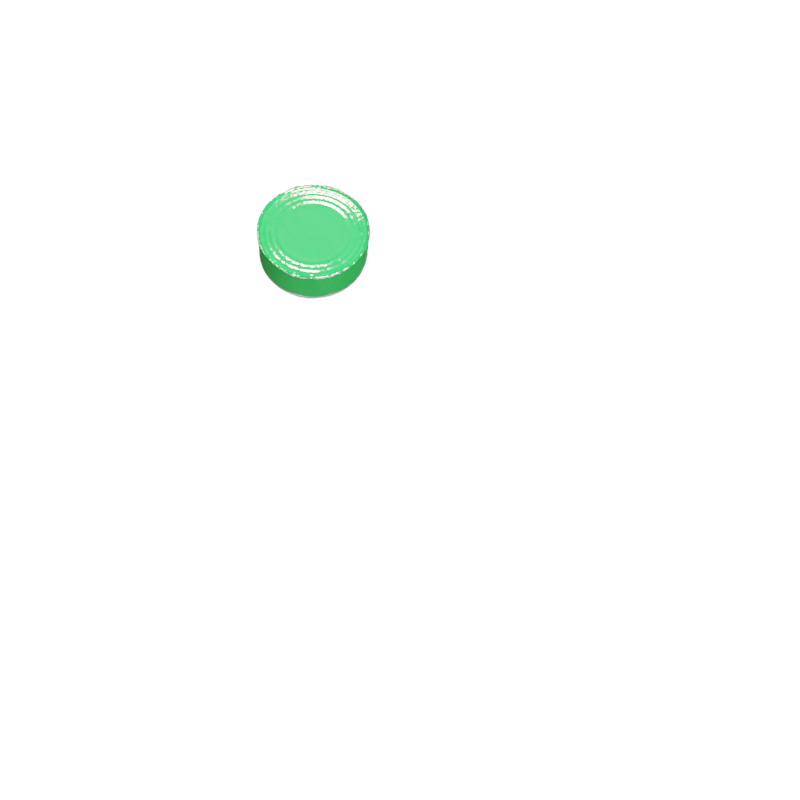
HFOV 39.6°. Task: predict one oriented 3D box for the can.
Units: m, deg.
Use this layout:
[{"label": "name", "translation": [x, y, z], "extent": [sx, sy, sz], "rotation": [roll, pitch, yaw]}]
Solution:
[{"label": "can", "translation": [-0.067, -0.122, 0.852], "extent": [0.086, 0.092, 0.031], "rotation": [-1, -31, -1]}]
